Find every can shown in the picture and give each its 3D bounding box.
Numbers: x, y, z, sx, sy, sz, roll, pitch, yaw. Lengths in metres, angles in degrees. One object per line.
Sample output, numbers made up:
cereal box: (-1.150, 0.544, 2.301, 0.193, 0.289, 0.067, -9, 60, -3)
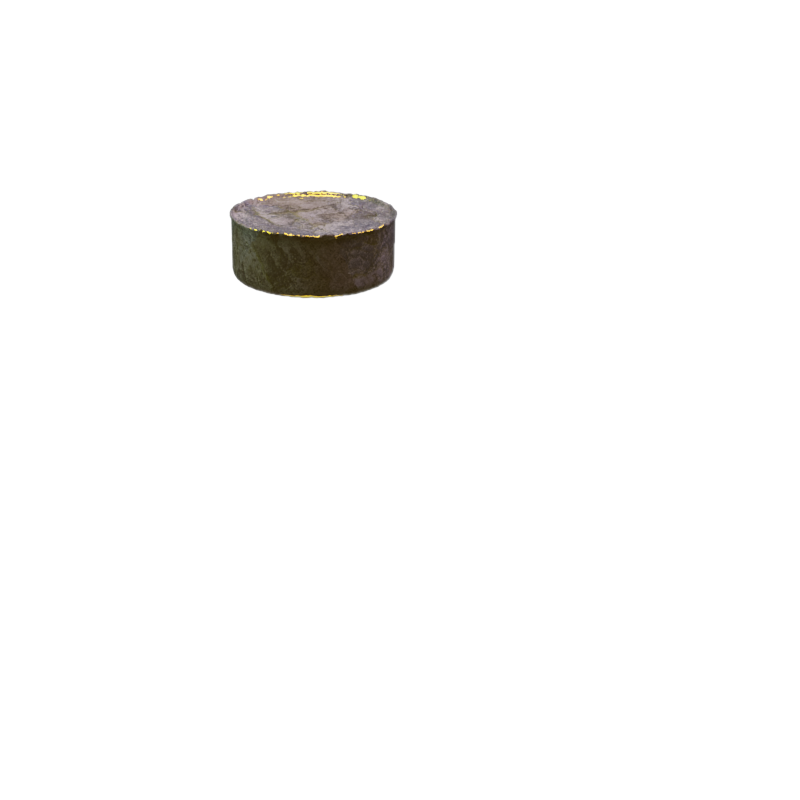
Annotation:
can: (-0.045, -0.082, 0.573, 0.086, 0.032, 0.090, -1, 23, -2)
